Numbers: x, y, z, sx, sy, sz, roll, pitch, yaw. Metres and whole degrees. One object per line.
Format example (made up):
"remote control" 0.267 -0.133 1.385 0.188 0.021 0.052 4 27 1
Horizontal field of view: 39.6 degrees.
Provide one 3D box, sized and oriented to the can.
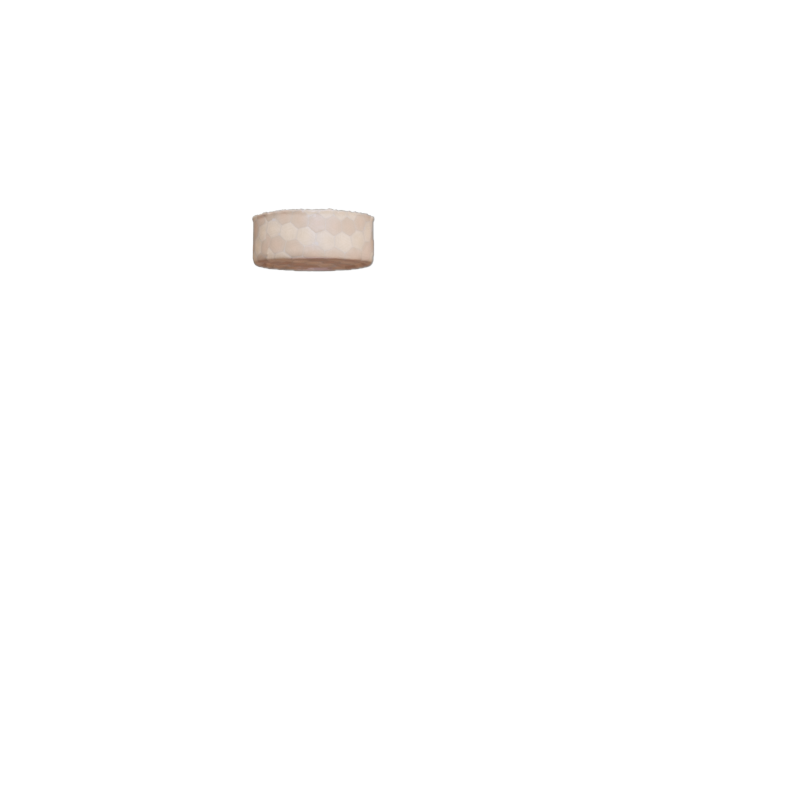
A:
"can" -0.061 -0.110 0.773 0.086 0.034 0.085 0 -1 -2
